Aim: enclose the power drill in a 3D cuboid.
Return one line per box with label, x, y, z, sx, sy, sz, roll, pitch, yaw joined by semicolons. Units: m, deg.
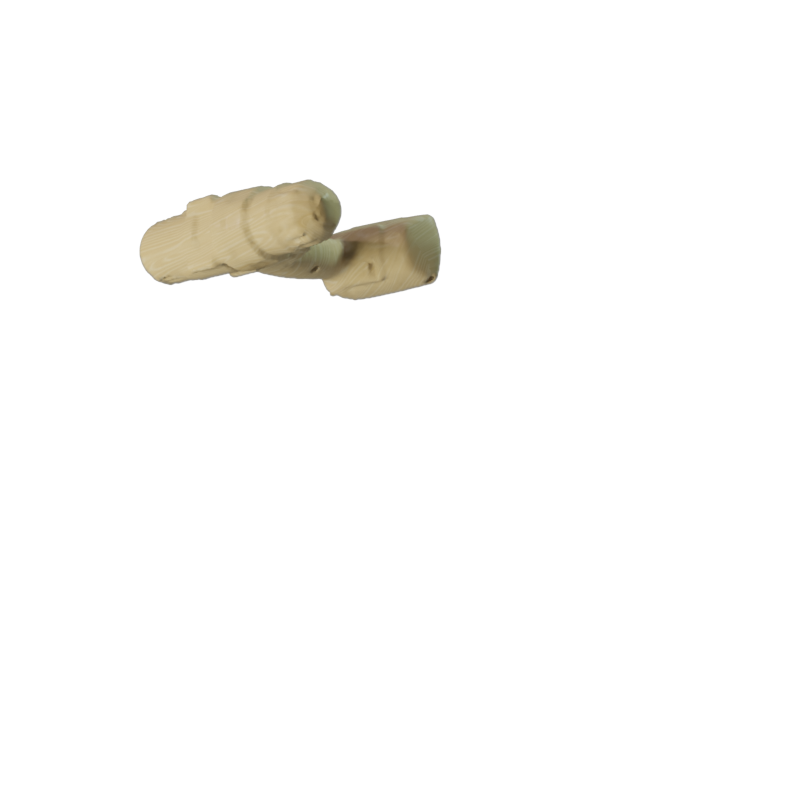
power drill;-0.060;-0.110;0.770;0.179;0.058;0.190;3;-5;-44
